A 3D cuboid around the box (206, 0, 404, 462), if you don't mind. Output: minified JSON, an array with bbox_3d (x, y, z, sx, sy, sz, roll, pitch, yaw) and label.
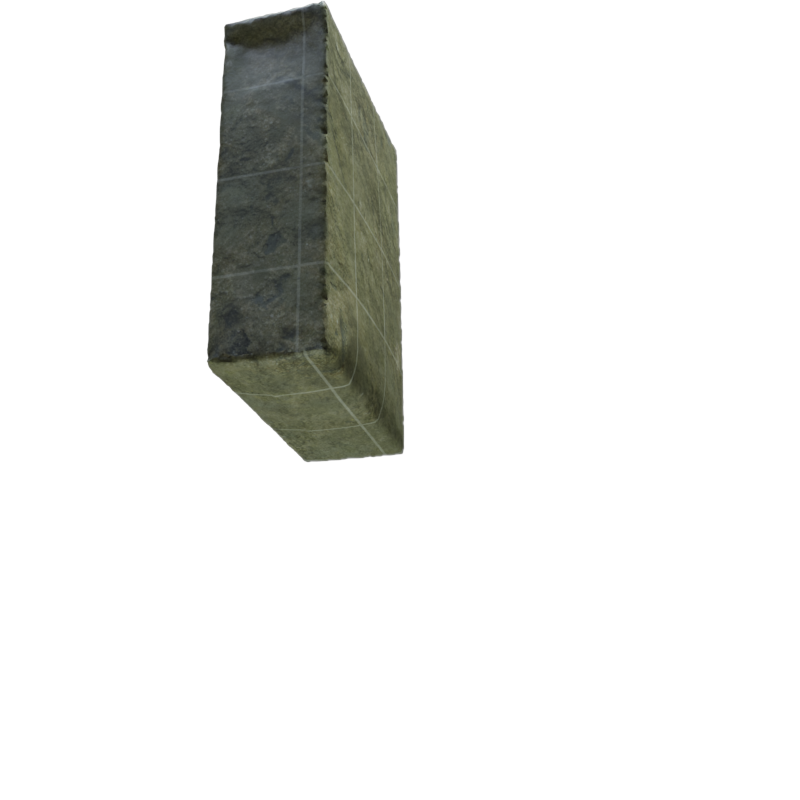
[{"bbox_3d":[-0.050,-0.091,0.640,0.073,0.226,0.153,-8,-26,13],"label":"box"}]
